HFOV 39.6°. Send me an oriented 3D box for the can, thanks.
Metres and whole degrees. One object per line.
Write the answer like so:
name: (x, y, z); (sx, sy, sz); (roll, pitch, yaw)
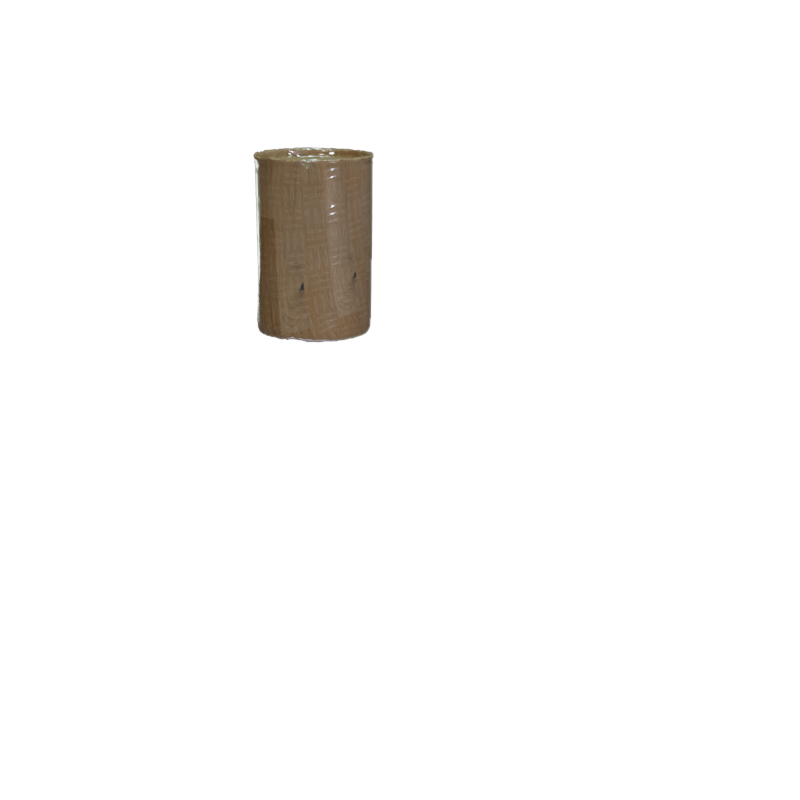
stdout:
can: (-0.050, -0.090, 0.634); (0.068, 0.099, 0.071); (0, 13, -2)
